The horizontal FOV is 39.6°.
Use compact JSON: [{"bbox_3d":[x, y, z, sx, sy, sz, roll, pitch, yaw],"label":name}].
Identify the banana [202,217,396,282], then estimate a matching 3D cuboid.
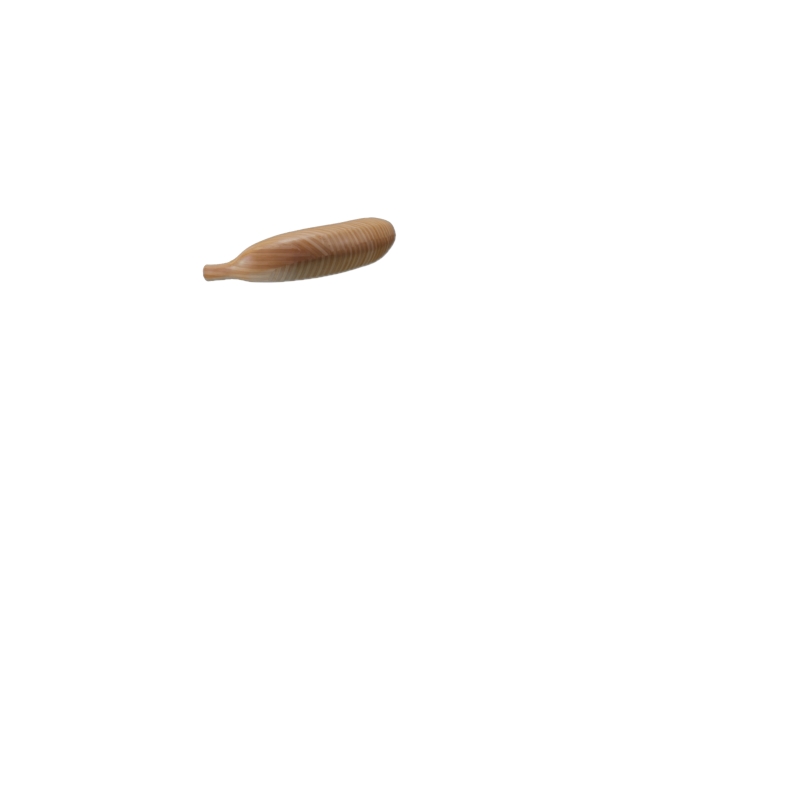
[{"bbox_3d":[-0.056,-0.118,0.849,0.073,0.036,0.194,14,23,40],"label":"banana"}]
